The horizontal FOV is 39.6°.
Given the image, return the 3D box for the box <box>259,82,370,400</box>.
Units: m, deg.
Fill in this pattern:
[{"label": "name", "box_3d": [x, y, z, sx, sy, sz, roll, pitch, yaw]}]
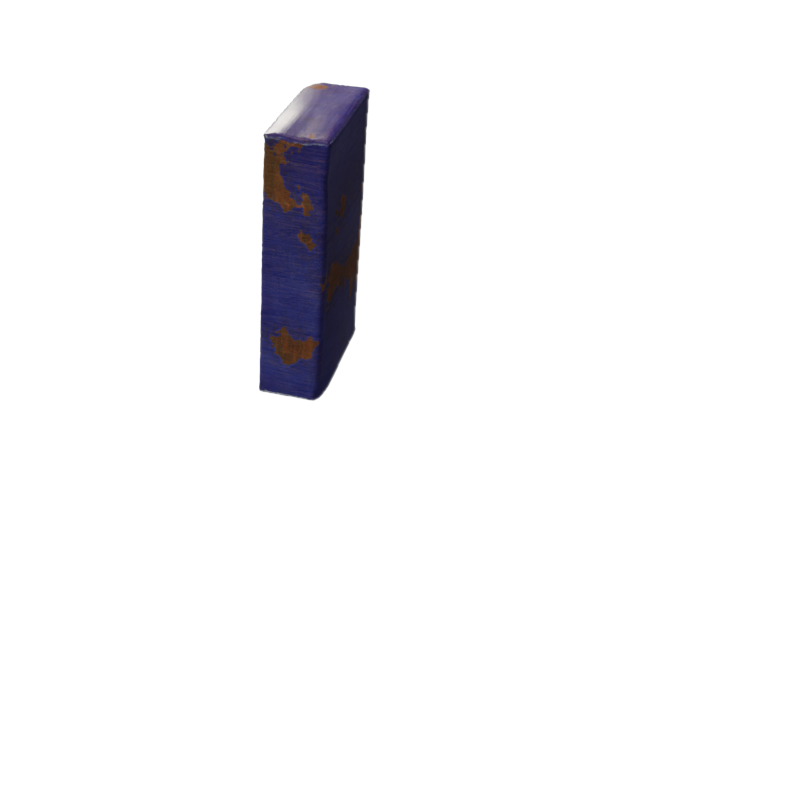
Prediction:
[{"label": "box", "box_3d": [-0.054, -0.097, 0.682, 0.049, 0.166, 0.097, 8, 31, 10]}]
